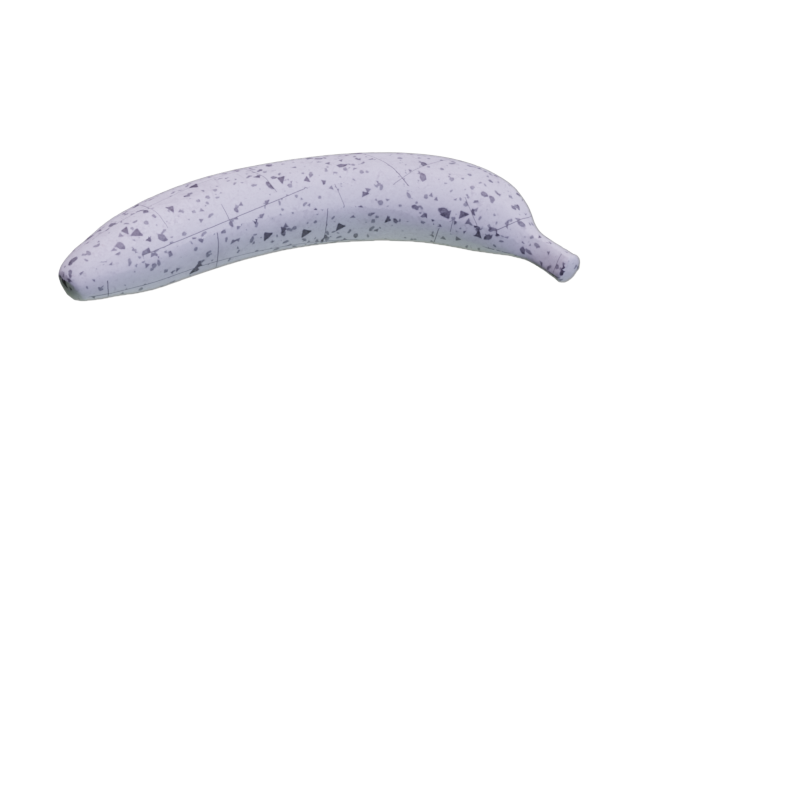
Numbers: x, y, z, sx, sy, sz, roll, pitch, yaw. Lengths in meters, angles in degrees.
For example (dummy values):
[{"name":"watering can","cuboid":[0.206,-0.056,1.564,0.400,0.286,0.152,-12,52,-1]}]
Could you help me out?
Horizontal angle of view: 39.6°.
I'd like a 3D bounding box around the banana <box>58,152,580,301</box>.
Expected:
[{"name":"banana","cuboid":[-0.033,-0.071,0.438,0.196,0.034,0.075,-5,34,-7]}]
